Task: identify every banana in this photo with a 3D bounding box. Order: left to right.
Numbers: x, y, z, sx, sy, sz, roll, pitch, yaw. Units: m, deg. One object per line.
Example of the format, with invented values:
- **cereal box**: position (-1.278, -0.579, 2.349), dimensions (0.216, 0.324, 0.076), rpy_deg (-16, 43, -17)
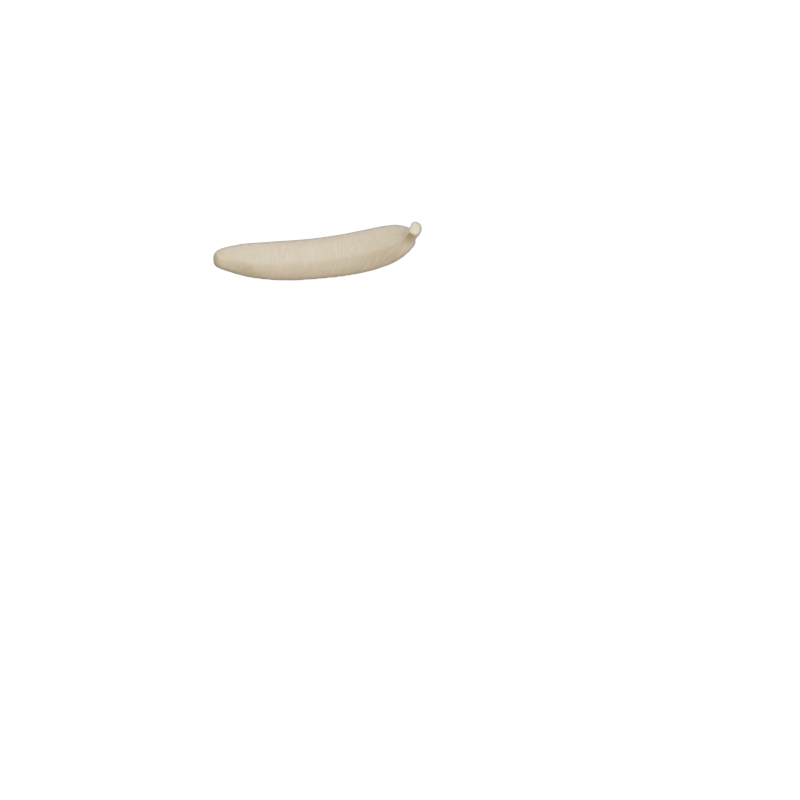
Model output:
- **banana**: position (-0.069, -0.136, 1.007), dimensions (0.201, 0.039, 0.065), rpy_deg (-8, -25, 17)
